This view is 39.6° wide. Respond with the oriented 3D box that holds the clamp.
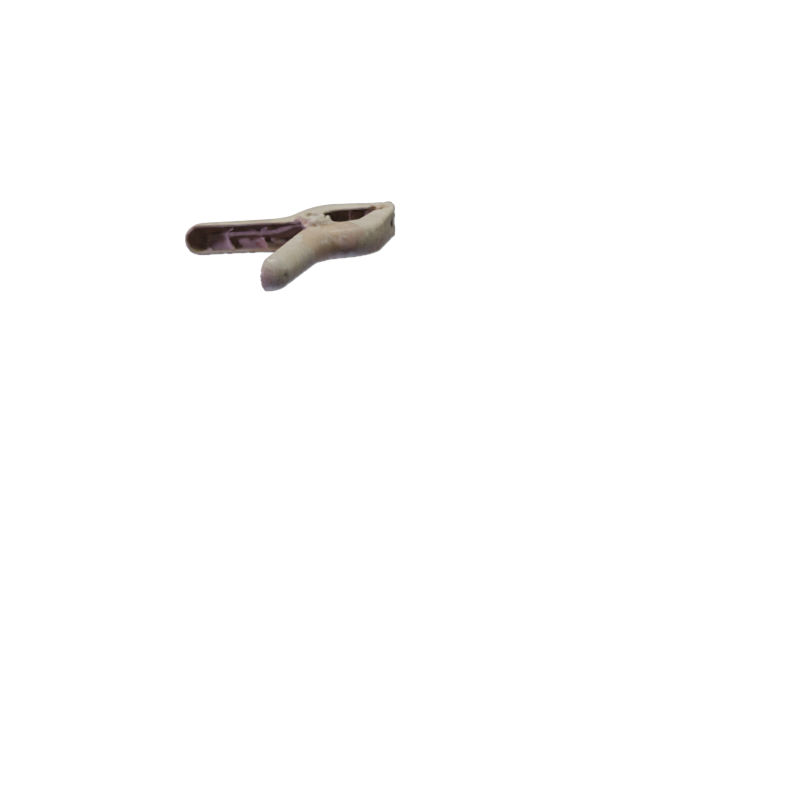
[{"bbox_3d":[-0.067,-0.122,0.854,0.169,0.037,0.129,-16,35,-25],"label":"clamp"}]
